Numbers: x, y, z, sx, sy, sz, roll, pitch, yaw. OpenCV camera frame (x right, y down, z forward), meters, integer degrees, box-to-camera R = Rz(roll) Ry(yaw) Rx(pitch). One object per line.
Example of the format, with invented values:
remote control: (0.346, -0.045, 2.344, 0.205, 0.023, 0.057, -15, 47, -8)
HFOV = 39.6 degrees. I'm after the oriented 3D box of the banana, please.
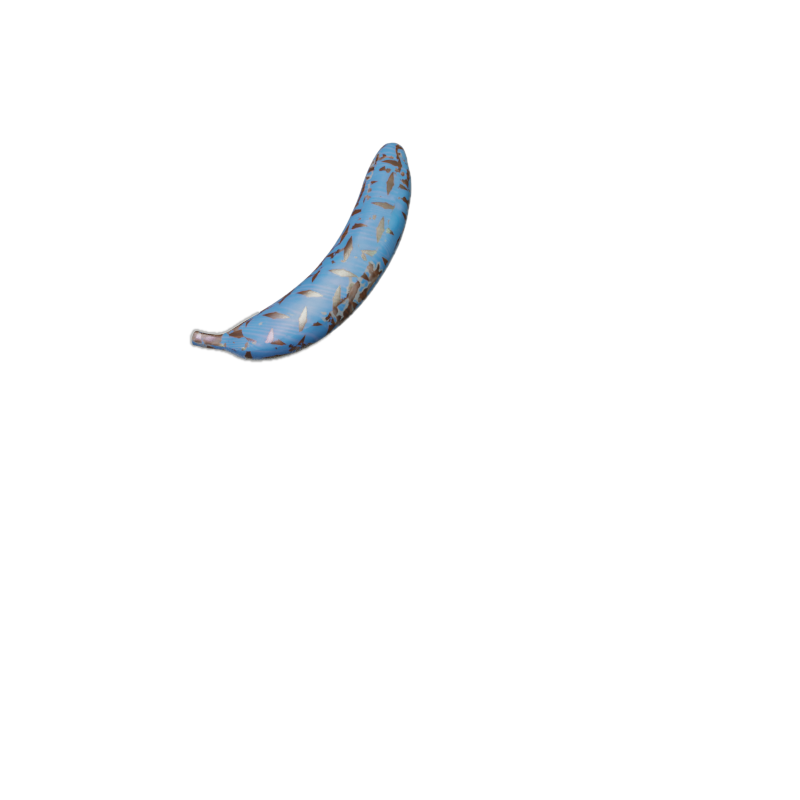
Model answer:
banana: (-0.046, -0.089, 0.726, 0.072, 0.200, 0.035, 40, -17, 14)
